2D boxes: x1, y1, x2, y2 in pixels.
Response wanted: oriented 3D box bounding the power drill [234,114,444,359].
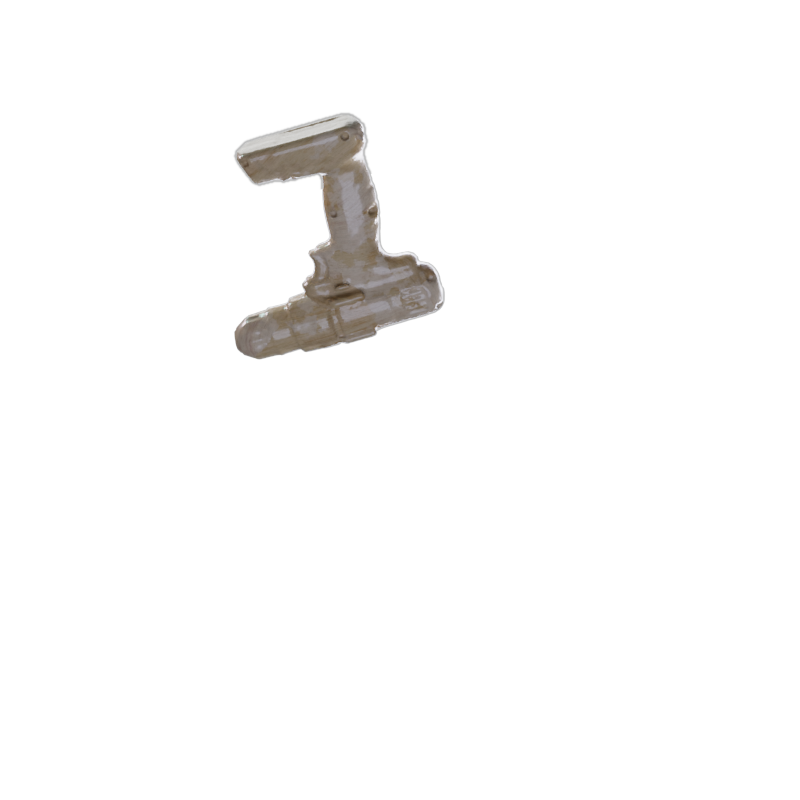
[{"bbox_3d":[-0.072,-0.132,0.924,0.185,0.178,0.060,-16,21,6],"label":"power drill"}]
